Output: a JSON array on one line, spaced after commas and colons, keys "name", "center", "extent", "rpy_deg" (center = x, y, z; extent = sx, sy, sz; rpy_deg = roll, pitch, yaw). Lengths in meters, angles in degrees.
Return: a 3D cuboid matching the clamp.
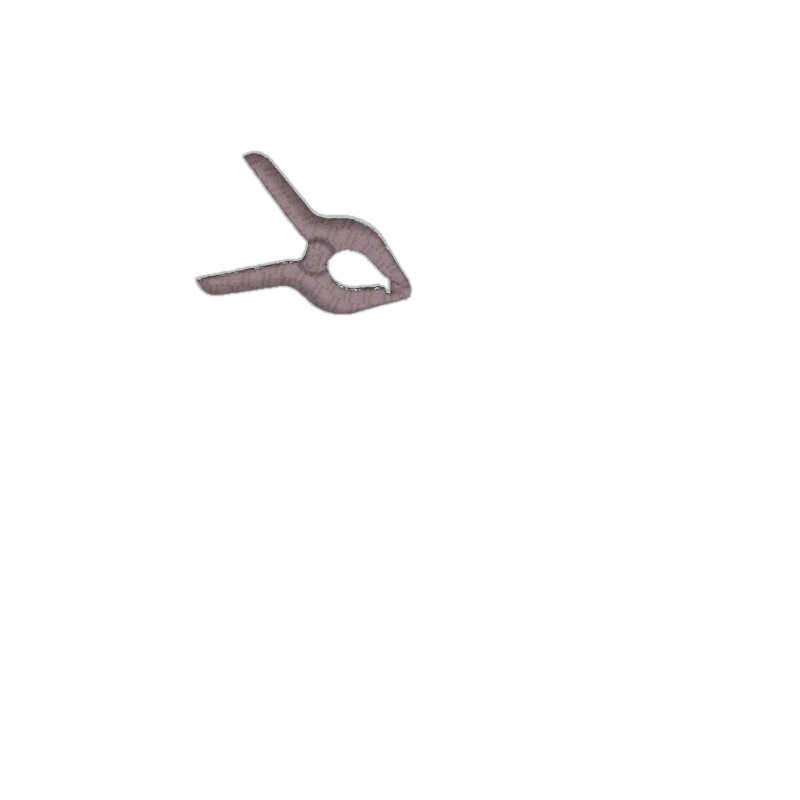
[{"name": "clamp", "center": [-0.070, -0.128, 0.894], "extent": [0.170, 0.117, 0.040], "rpy_deg": [12, 12, -3]}]
